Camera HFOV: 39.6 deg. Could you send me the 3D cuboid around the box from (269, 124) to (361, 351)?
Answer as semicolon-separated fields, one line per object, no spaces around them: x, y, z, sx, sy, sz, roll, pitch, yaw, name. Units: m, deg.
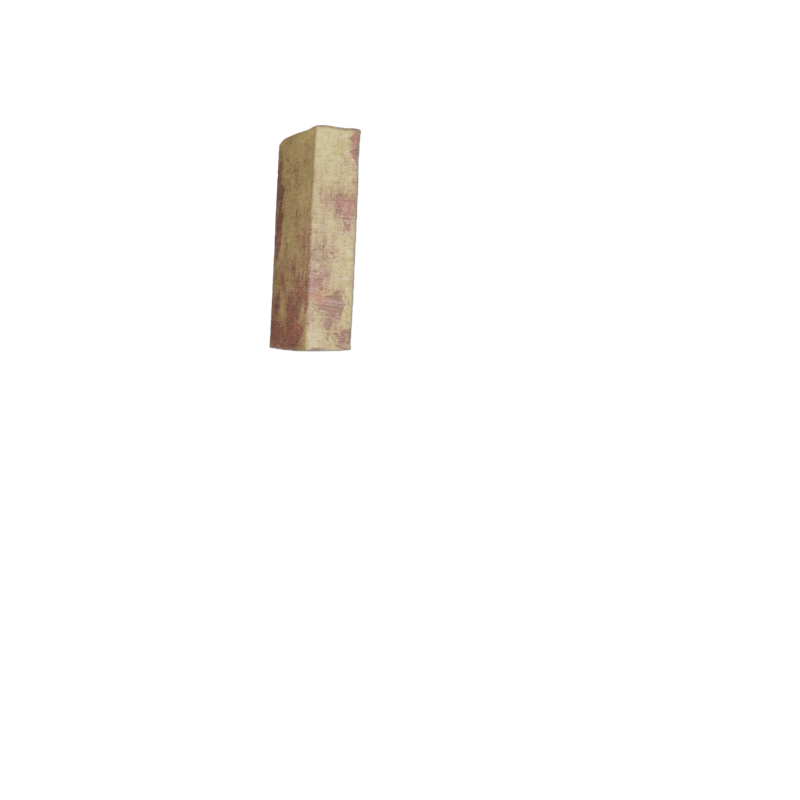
-0.071;-0.128;0.898;0.047;0.178;0.095;1;-3;-24;box
